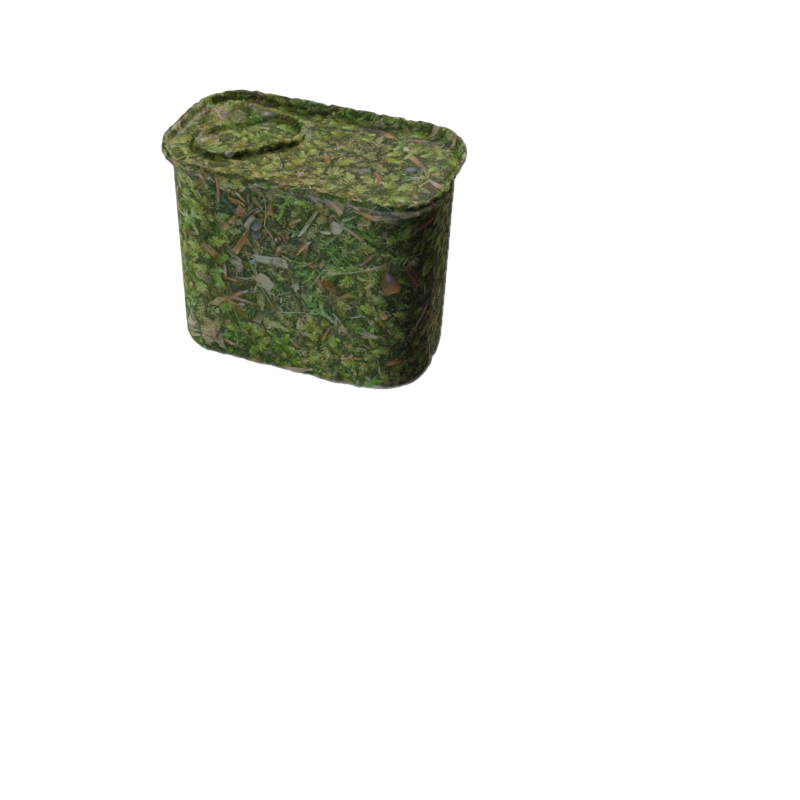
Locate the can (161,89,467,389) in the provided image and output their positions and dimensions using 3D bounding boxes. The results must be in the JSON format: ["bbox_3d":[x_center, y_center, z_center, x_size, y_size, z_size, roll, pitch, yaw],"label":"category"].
[{"bbox_3d":[-0.032,-0.057,0.402,0.105,0.078,0.060,14,41,15],"label":"can"}]
